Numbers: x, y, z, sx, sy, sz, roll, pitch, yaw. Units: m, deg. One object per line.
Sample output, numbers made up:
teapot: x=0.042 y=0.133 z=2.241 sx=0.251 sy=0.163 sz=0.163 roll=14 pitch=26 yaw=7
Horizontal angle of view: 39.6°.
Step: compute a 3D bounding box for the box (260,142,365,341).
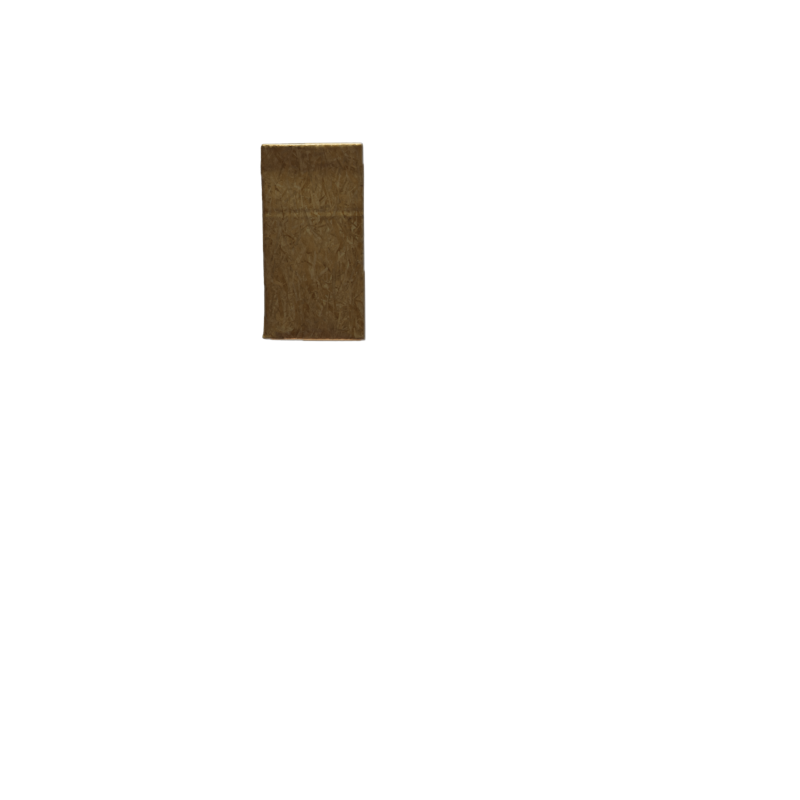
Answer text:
box: x=-0.078 y=-0.142 z=0.996 sx=0.093 sy=0.176 sz=0.048 roll=0 pitch=1 yaw=0
